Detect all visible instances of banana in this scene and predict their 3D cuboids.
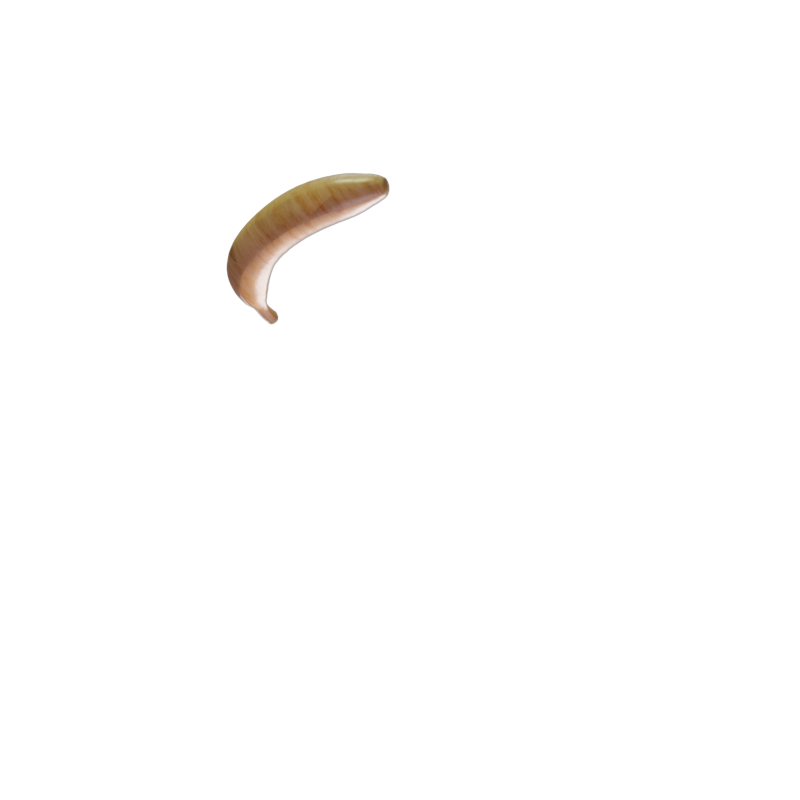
[{"bbox_3d":[-0.084,-0.124,0.845,0.067,0.039,0.194,16,-33,-27],"label":"banana"}]
